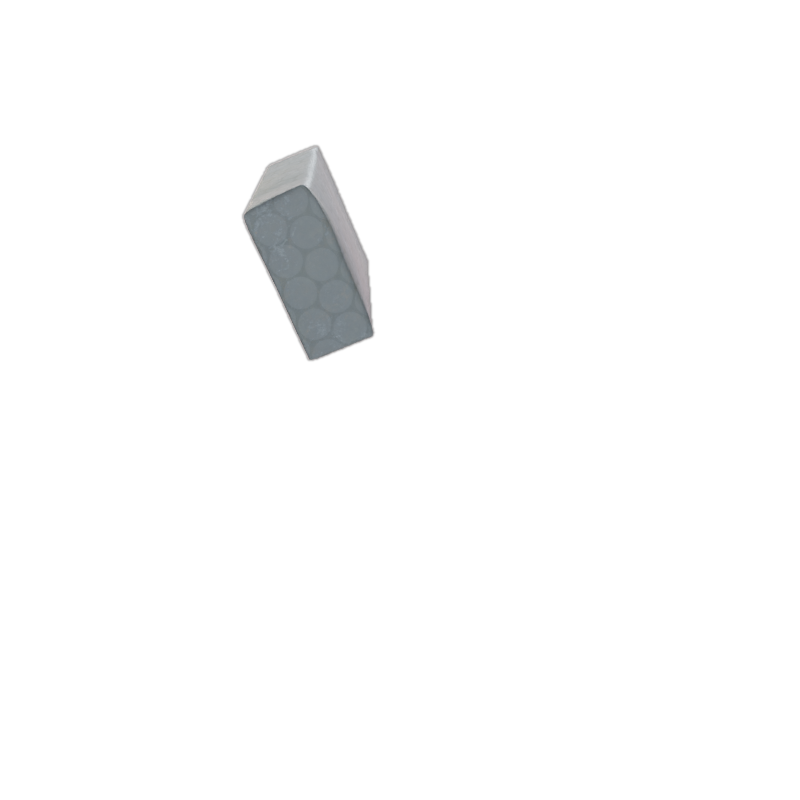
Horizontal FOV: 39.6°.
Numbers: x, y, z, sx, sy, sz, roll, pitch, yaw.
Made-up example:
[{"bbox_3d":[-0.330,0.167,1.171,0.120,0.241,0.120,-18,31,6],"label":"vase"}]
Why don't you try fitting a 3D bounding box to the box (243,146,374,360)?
[{"bbox_3d":[-0.054,-0.097,0.681,0.048,0.090,0.183,-23,17,3],"label":"box"}]
